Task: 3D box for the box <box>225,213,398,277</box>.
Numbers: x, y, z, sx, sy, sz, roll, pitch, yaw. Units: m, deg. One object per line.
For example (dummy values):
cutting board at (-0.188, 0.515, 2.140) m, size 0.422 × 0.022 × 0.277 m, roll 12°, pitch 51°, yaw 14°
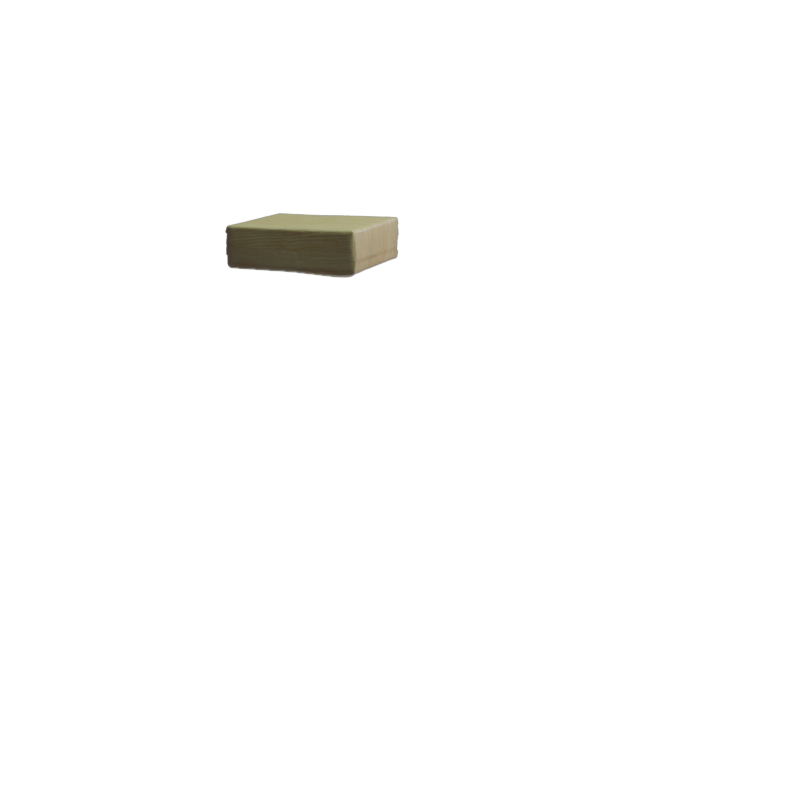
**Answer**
box at (-0.069, -0.126, 0.884) m, size 0.117 × 0.038 × 0.090 m, roll 8°, pitch 18°, yaw 23°
